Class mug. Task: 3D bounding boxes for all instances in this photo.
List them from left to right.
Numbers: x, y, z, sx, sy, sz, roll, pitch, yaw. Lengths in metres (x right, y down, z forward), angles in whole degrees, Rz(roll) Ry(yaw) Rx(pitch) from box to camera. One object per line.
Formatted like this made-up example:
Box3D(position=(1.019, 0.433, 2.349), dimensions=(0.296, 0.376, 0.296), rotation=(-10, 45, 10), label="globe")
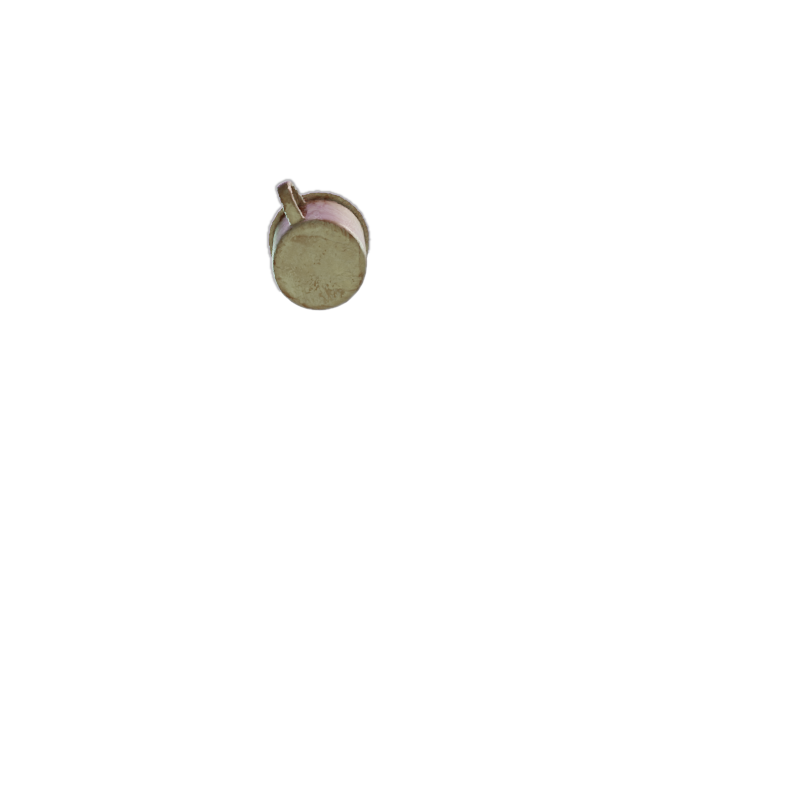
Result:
Box3D(position=(-0.076, -0.138, 0.970), dimensions=(0.093, 0.112, 0.085), rotation=(-23, 18, 6), label="mug")
